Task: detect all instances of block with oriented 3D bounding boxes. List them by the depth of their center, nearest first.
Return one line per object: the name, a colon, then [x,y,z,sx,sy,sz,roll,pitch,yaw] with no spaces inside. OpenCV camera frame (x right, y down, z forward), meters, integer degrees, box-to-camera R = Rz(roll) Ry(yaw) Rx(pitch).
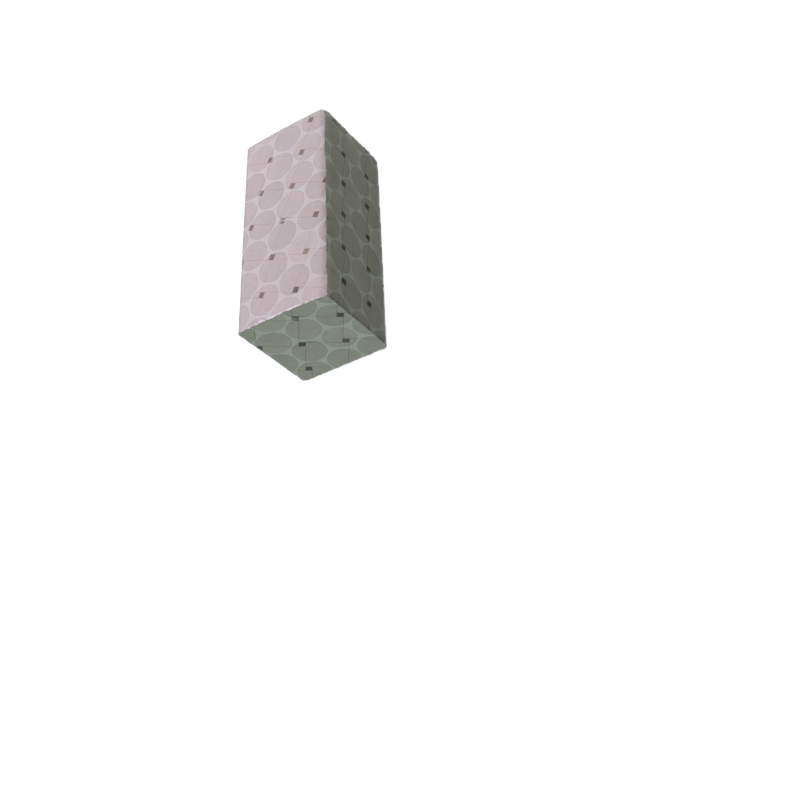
block: [-0.075,-0.137,0.957,0.090,0.221,0.084,-24,-41,26]
